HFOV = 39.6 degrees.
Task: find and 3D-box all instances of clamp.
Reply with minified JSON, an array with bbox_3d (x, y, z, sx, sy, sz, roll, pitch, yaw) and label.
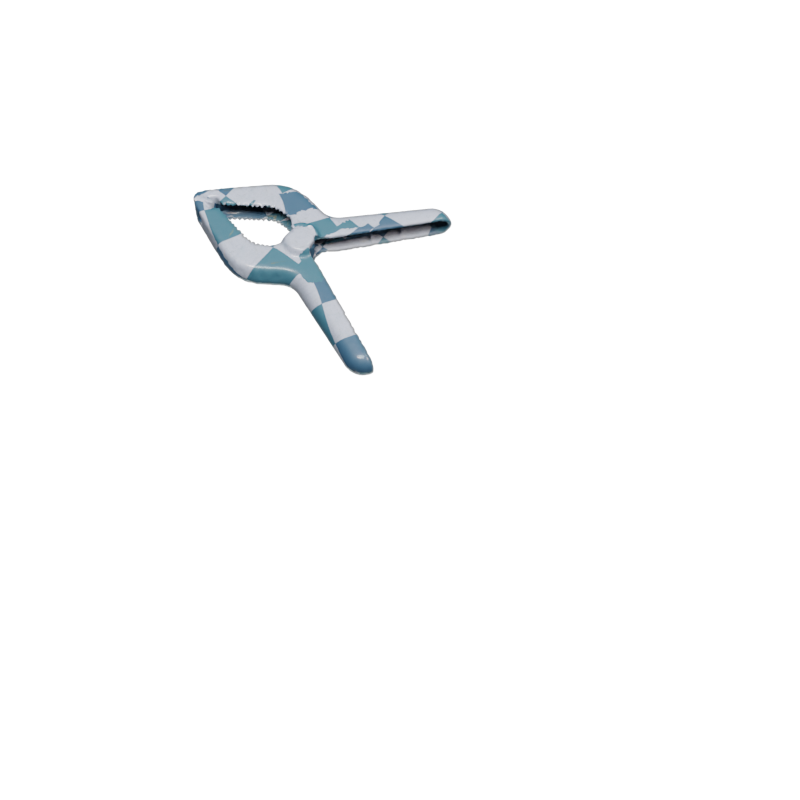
[{"bbox_3d":[-0.072,-0.131,0.920,0.218,0.169,0.034,29,-28,17],"label":"clamp"}]
